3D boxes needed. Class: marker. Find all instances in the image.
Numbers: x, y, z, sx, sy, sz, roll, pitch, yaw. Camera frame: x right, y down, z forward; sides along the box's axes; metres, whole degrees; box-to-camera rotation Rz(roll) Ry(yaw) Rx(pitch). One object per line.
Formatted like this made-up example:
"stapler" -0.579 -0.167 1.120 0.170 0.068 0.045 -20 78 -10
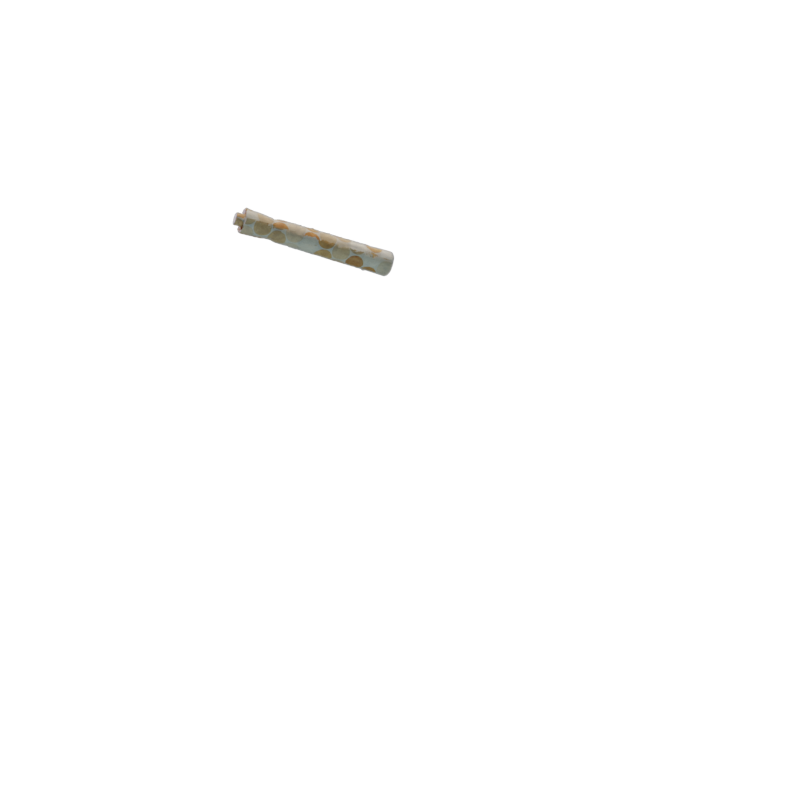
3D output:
"marker" -0.062 -0.114 0.797 0.117 0.020 0.020 15 -1 -17
